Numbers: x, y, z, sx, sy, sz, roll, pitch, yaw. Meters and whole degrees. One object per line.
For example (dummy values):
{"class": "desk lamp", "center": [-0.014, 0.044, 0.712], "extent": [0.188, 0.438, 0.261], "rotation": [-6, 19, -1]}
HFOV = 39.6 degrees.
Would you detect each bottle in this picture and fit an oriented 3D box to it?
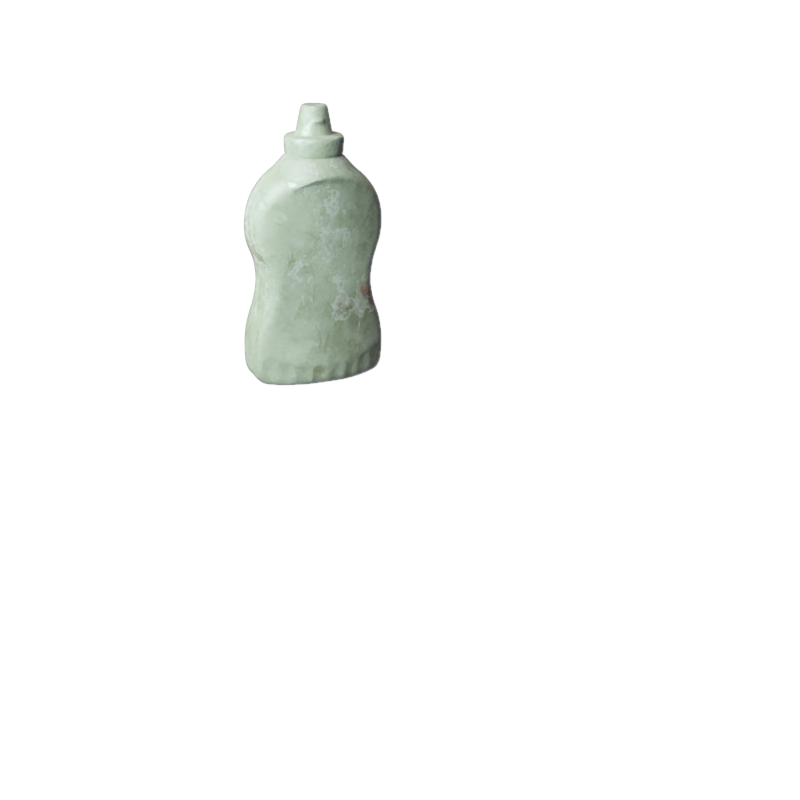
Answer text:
{"class": "bottle", "center": [-0.060, -0.110, 0.770], "extent": [0.094, 0.185, 0.062], "rotation": [-5, 17, -21]}
